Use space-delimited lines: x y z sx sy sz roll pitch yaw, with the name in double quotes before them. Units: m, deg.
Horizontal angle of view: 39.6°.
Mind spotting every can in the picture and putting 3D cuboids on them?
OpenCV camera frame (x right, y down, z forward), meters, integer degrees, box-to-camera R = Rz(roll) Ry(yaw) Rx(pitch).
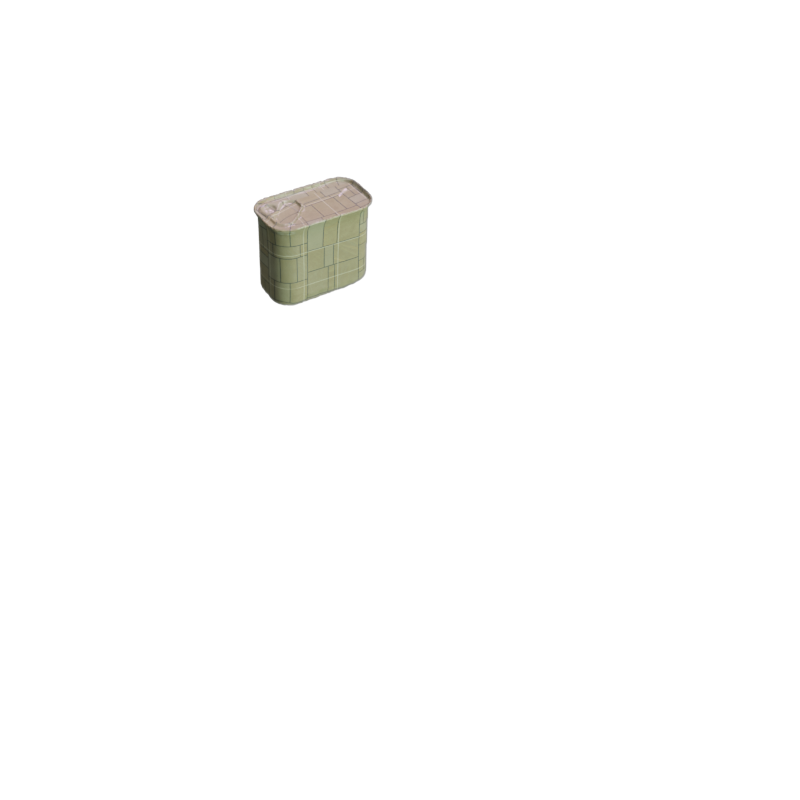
"can" -0.077 -0.141 0.985 0.101 0.078 0.062 -21 44 -25
